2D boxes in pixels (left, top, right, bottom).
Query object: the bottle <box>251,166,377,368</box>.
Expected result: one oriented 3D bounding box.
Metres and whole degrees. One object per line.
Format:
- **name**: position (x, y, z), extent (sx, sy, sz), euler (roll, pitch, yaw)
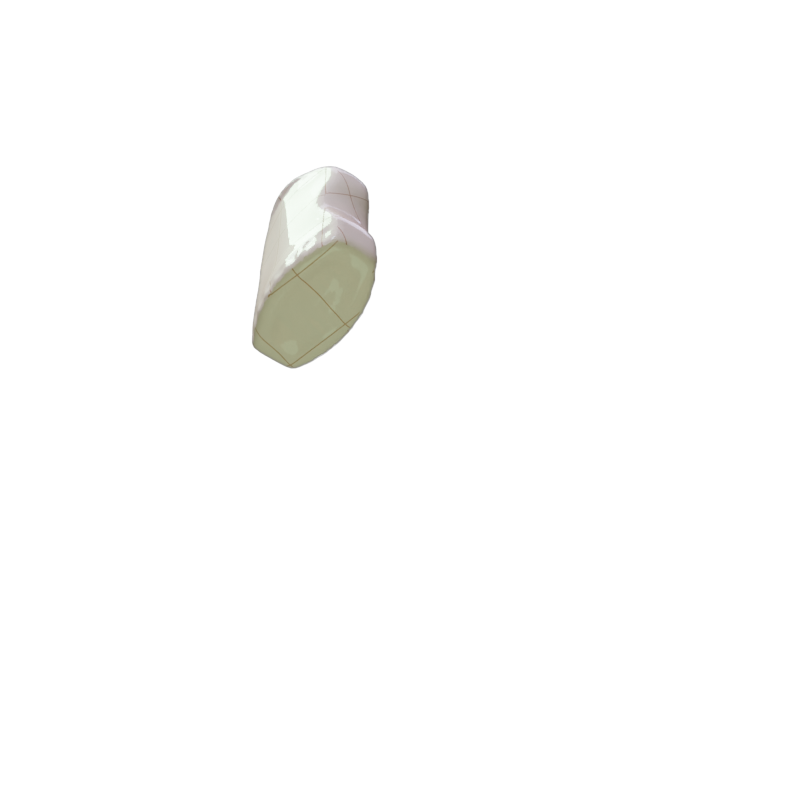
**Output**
- **bottle**: position (-0.059, -0.107, 0.754), extent (0.056, 0.094, 0.204), euler (29, 25, -20)
